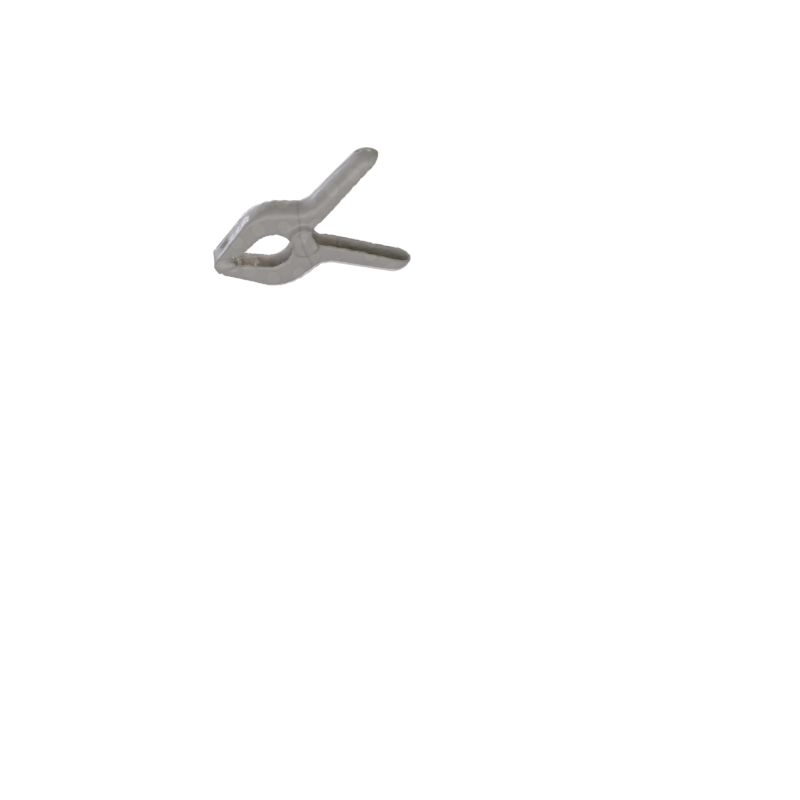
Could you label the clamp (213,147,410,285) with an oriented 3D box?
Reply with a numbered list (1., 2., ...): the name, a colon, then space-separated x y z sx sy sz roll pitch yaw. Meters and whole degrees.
1. clamp: -0.076 -0.139 0.971 0.172 0.113 0.041 -23 24 10
